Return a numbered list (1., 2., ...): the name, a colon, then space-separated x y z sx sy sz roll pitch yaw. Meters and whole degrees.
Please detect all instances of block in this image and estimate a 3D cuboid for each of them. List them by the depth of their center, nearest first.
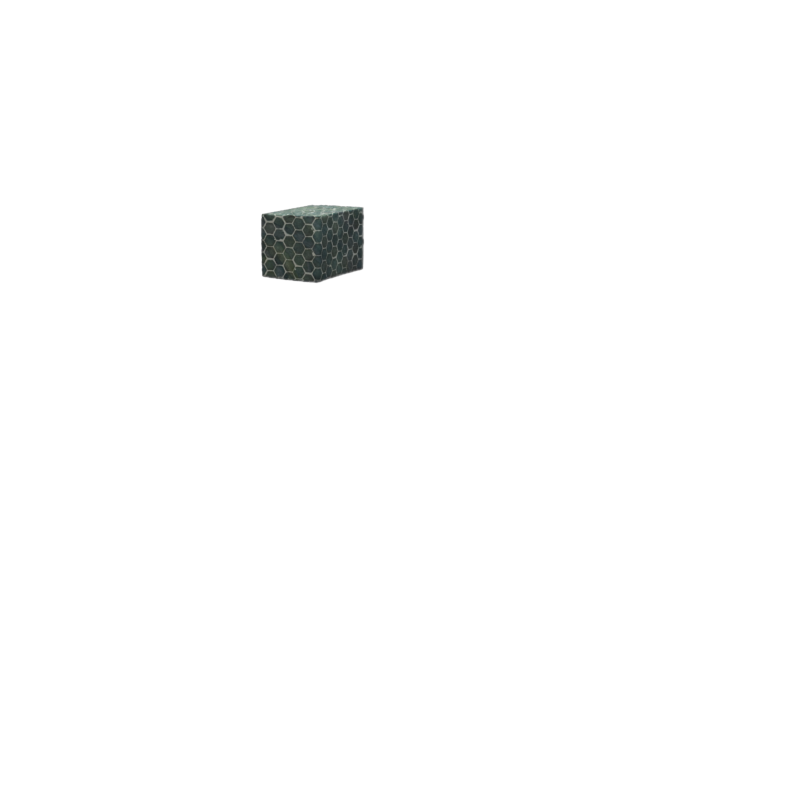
1. block: -0.068 -0.125 0.874 0.055 0.050 0.077 6 15 25
